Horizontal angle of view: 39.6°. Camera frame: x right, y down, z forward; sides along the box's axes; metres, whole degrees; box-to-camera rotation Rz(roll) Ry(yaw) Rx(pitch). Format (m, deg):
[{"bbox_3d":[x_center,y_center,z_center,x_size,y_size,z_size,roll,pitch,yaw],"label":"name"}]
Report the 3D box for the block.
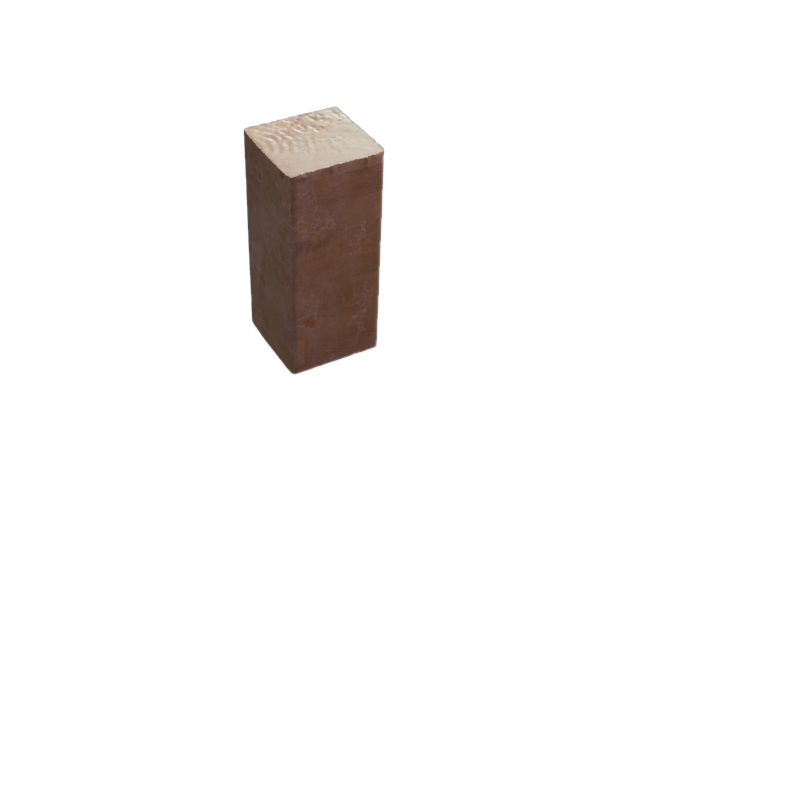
[{"bbox_3d":[-0.075,-0.137,0.964,0.089,0.193,0.097,-17,42,-24],"label":"block"}]
